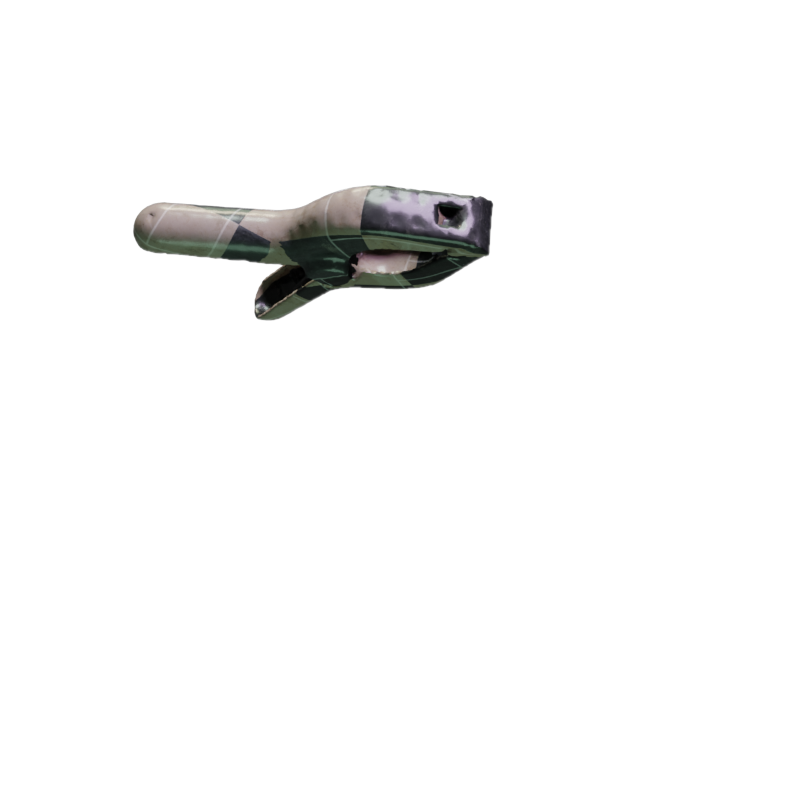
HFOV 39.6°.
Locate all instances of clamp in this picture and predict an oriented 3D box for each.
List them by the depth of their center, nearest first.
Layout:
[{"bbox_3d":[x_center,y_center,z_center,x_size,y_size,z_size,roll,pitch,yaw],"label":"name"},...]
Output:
[{"bbox_3d":[-0.042,-0.077,0.540,0.175,0.041,0.113,-10,-17,36],"label":"clamp"}]
